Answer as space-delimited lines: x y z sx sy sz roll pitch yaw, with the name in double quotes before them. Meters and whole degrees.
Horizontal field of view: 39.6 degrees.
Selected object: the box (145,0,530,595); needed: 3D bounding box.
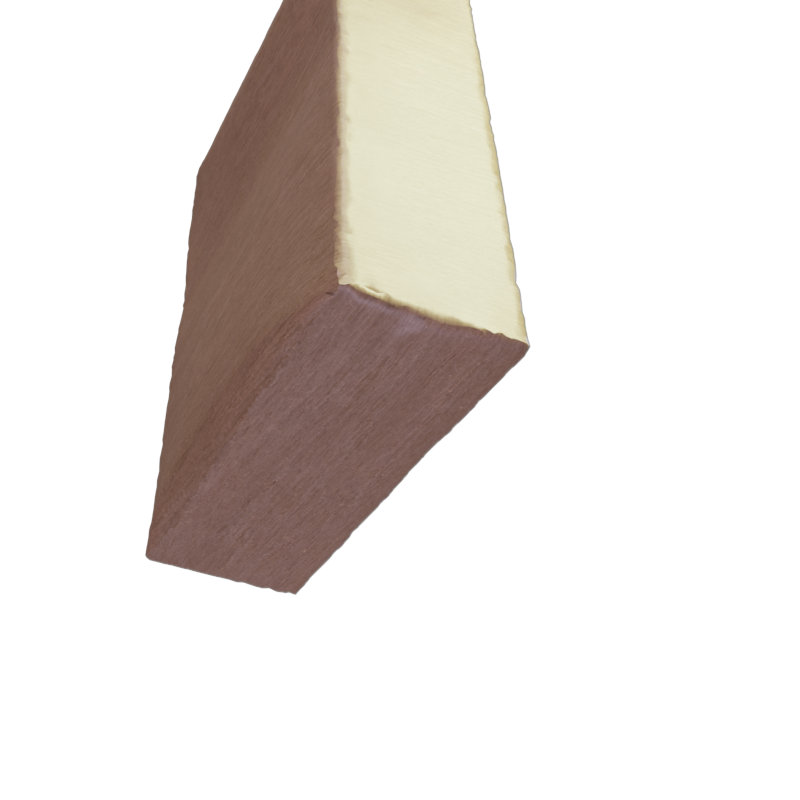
"box" -0.034 -0.062 0.436 0.069 0.230 0.159 18 -45 -23
